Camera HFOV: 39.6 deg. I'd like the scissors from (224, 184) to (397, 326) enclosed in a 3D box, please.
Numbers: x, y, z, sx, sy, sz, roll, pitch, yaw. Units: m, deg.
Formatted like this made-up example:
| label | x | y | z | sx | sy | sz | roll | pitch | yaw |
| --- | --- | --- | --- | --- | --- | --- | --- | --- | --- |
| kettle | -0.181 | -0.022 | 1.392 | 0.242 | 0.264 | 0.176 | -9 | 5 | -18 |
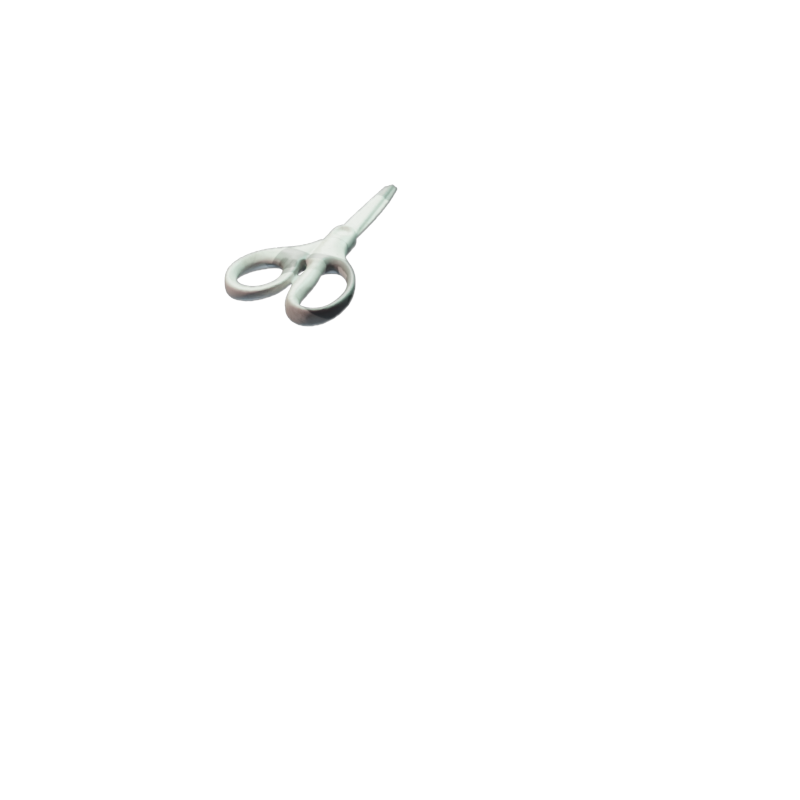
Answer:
| label | x | y | z | sx | sy | sz | roll | pitch | yaw |
| --- | --- | --- | --- | --- | --- | --- | --- | --- | --- |
| scissors | -0.061 | -0.112 | 0.782 | 0.097 | 0.015 | 0.212 | 4 | 34 | 6 |
